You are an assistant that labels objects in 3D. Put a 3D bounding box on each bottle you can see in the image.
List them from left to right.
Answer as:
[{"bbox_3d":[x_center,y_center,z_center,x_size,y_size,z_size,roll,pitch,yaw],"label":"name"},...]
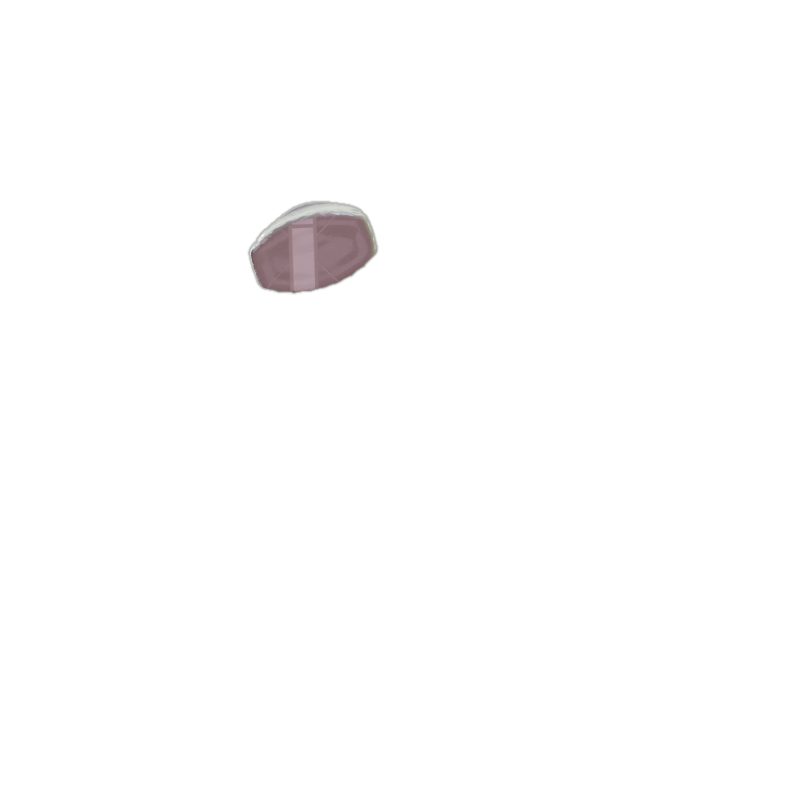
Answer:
[{"bbox_3d":[-0.073,-0.133,0.929,0.096,0.057,0.196,-19,13,0],"label":"bottle"}]
